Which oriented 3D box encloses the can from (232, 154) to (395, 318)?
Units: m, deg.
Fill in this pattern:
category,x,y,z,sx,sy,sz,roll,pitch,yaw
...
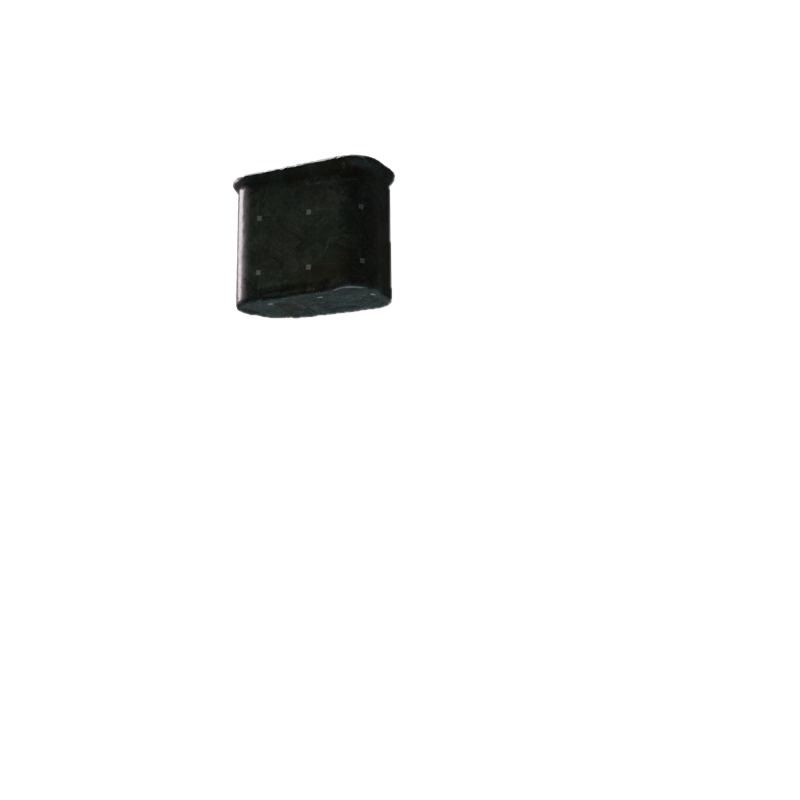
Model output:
category,x,y,z,sx,sy,sz,roll,pitch,yaw
can,-0.054,-0.099,0.693,0.104,0.087,0.054,-7,-16,26
